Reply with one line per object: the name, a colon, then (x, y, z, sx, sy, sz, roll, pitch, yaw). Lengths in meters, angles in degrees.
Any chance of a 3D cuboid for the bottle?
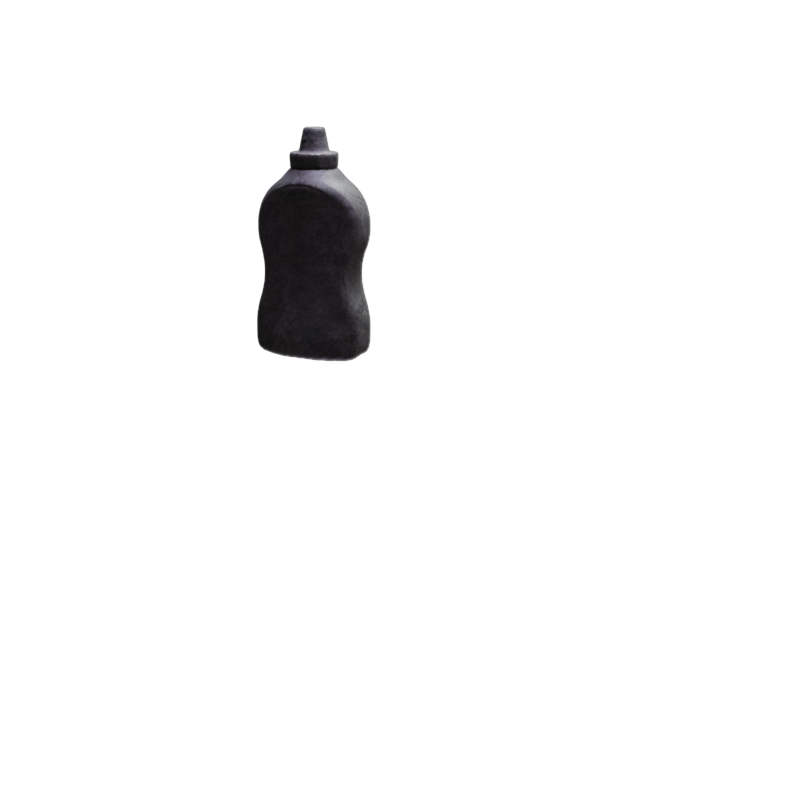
bottle: (-0.073, -0.133, 0.931, 0.100, 0.187, 0.058, 6, 12, 26)
